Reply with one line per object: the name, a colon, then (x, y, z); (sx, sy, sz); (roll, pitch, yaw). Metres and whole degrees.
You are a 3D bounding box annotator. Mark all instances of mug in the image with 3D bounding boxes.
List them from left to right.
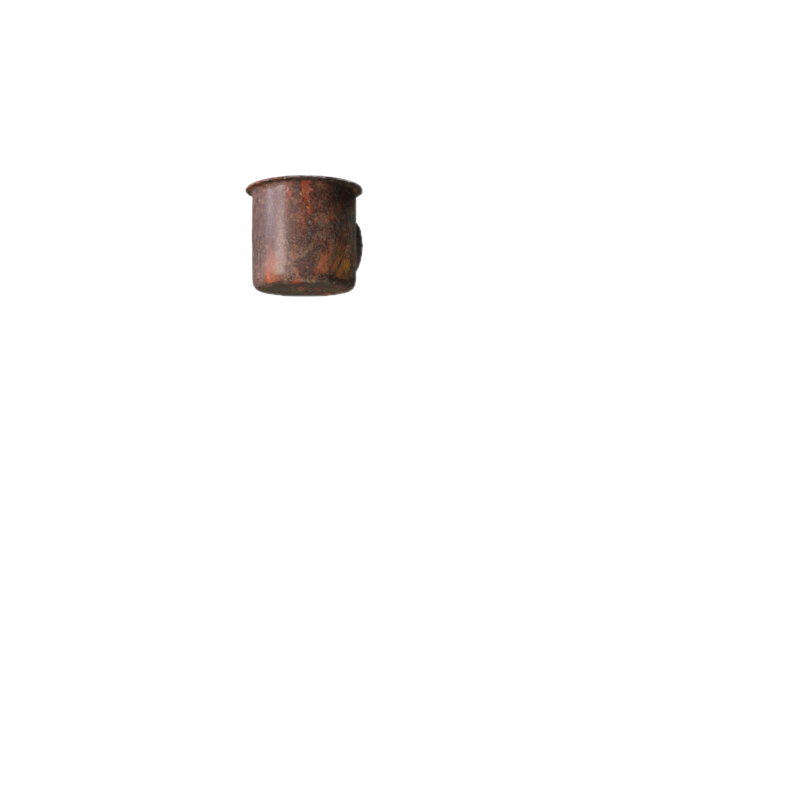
mug: (-0.069, -0.126, 0.882); (0.096, 0.083, 0.111); (-5, -7, 34)
